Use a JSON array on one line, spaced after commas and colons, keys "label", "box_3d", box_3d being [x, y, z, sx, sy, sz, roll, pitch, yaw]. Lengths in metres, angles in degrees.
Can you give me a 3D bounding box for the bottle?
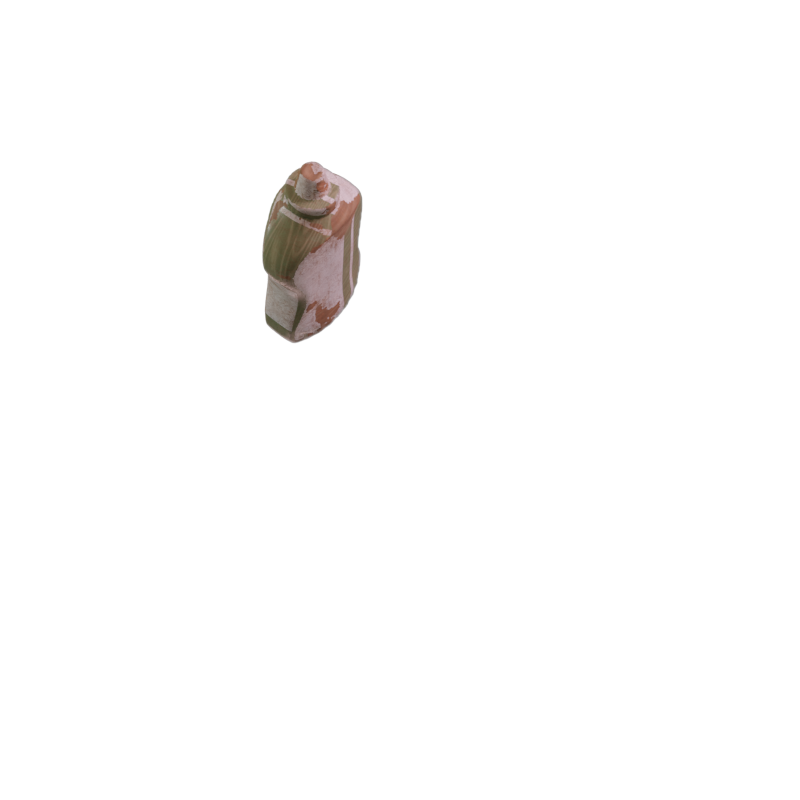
[{"label": "bottle", "box_3d": [-0.069, -0.125, 0.874, 0.061, 0.098, 0.181, 37, -23, 13]}]
